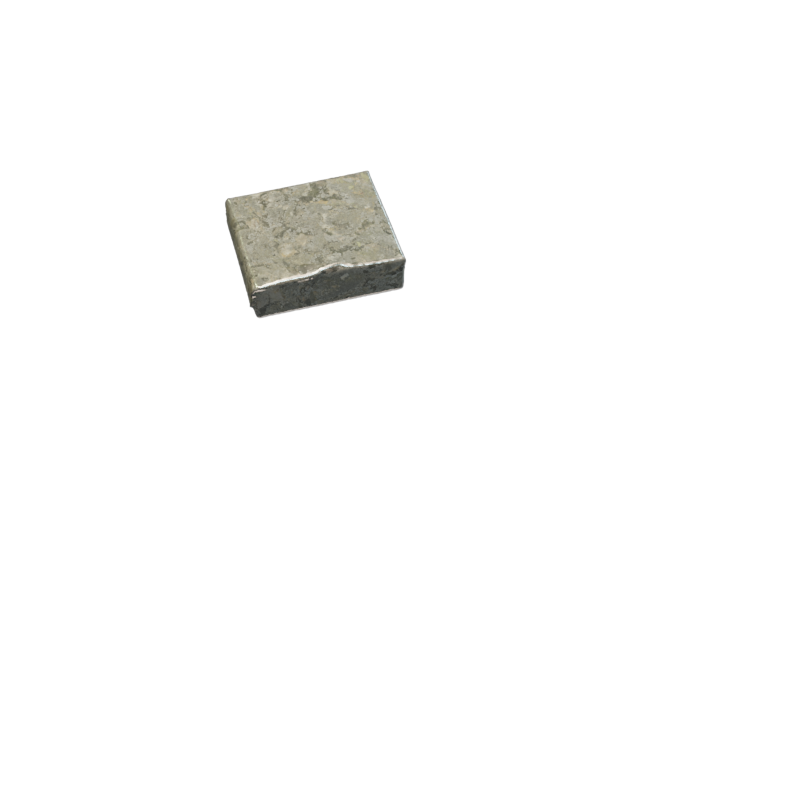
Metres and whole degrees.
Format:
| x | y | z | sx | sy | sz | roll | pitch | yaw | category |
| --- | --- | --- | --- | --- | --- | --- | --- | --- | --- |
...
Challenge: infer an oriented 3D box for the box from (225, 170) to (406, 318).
| x | y | z | sx | sy | sz | roll | pitch | yaw | category |
| --- | --- | --- | --- | --- | --- | --- | --- | --- | --- |
| -0.050 | -0.091 | 0.635 | 0.088 | 0.079 | 0.028 | -12 | -38 | -10 | box |
